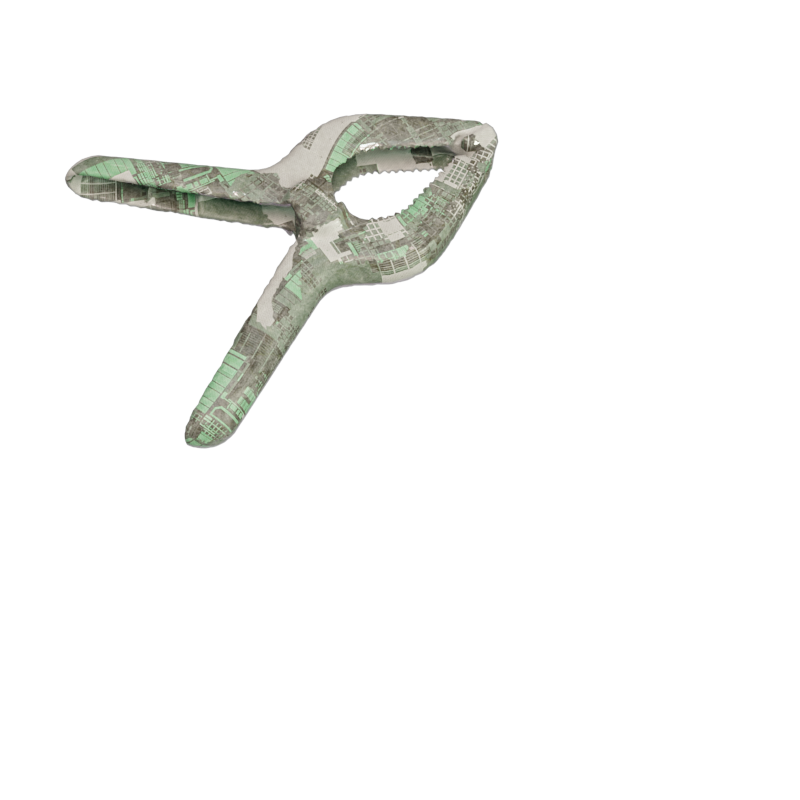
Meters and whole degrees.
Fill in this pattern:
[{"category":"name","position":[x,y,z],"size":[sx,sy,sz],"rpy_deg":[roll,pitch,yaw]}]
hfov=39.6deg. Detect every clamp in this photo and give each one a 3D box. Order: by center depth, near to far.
[{"category":"clamp","position":[-0.042,-0.077,0.537],"size":[0.209,0.175,0.034],"rpy_deg":[-19,-26,-10]}]
